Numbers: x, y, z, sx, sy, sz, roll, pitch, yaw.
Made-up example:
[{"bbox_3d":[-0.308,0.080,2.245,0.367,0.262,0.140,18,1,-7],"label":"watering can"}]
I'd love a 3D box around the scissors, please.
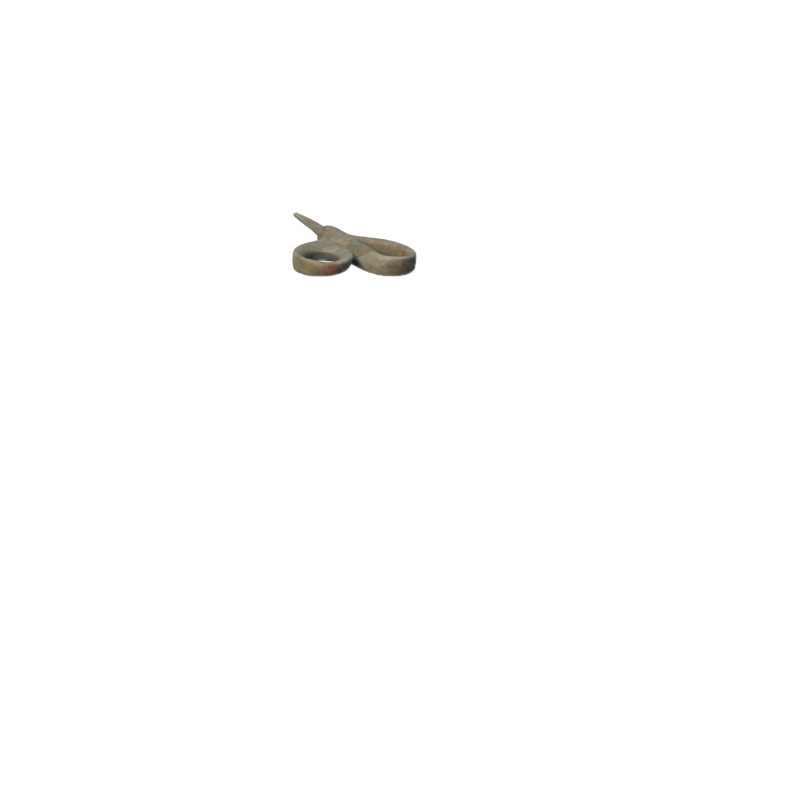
[{"bbox_3d":[-0.066,-0.121,0.848,0.094,0.015,0.214,-13,23,-32],"label":"scissors"}]
